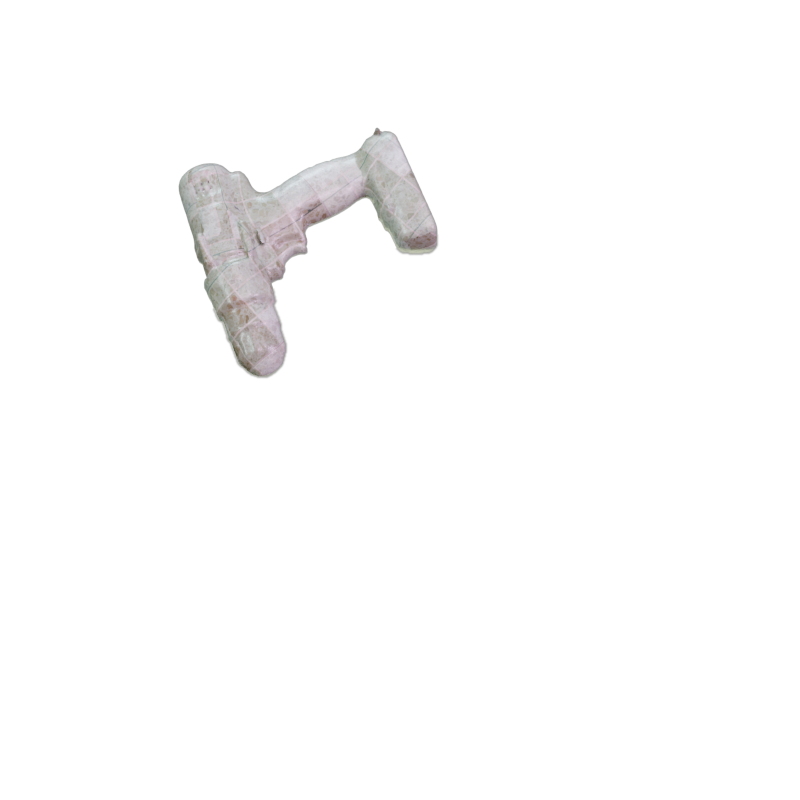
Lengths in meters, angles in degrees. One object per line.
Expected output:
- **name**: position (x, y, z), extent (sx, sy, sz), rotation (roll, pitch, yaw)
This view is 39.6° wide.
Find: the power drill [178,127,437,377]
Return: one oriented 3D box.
- **power drill**: position (-0.069, -0.127, 0.886), extent (0.187, 0.194, 0.055), rotation (-19, -19, -7)
